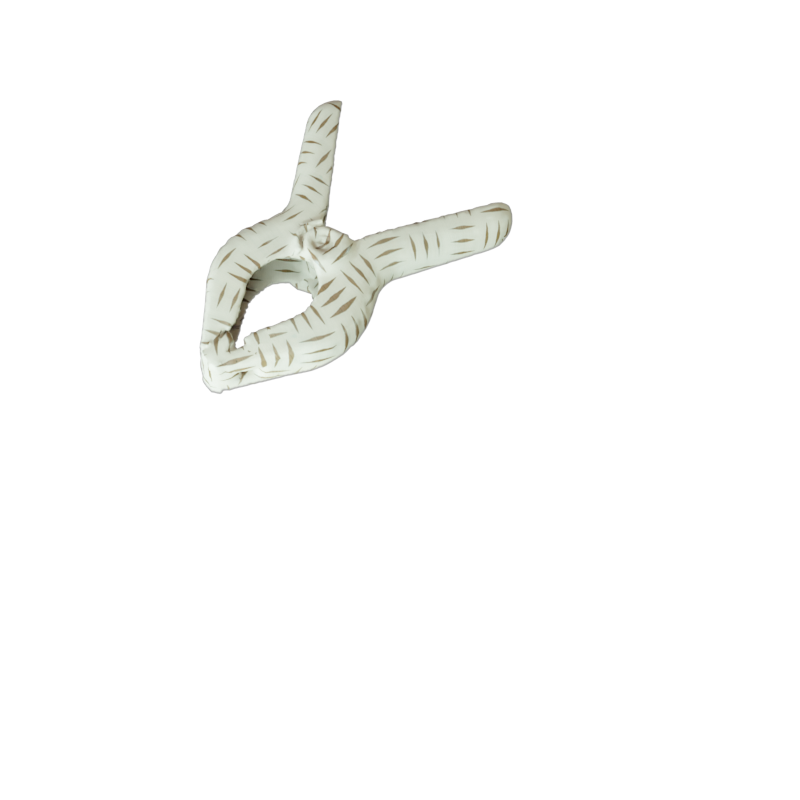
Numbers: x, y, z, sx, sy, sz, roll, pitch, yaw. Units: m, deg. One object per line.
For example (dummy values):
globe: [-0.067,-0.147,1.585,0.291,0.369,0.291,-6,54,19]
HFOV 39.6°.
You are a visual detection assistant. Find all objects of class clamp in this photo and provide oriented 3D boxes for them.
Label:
clamp: [-0.042,-0.077,0.537,0.173,0.037,0.128,-38,62,-26]
